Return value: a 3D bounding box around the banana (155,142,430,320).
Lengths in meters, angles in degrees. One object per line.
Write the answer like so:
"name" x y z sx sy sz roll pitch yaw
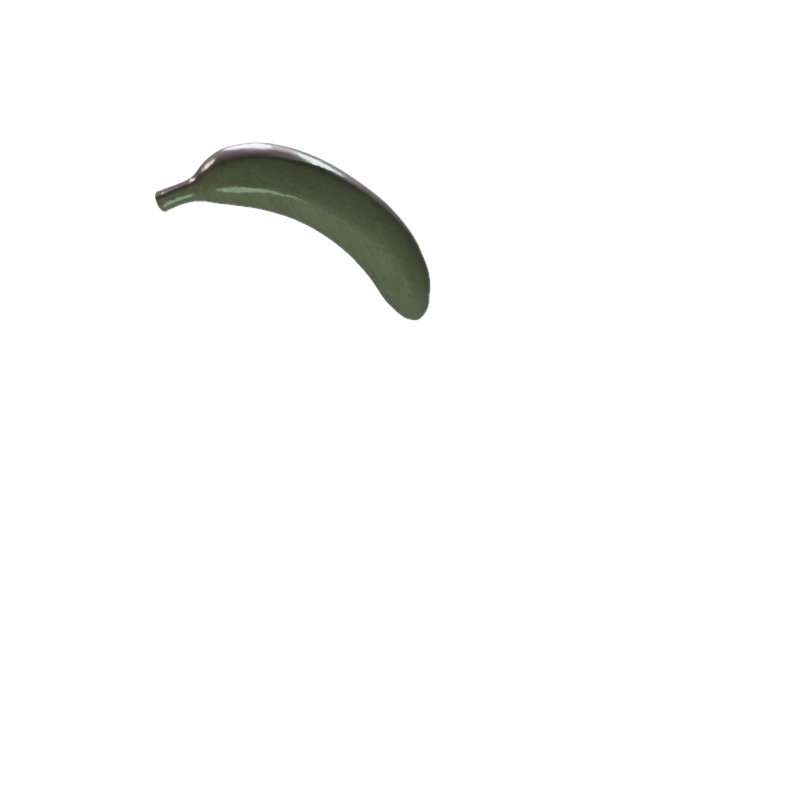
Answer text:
"banana" -0.043 -0.104 0.651 0.187 0.039 0.069 24 -42 -30
